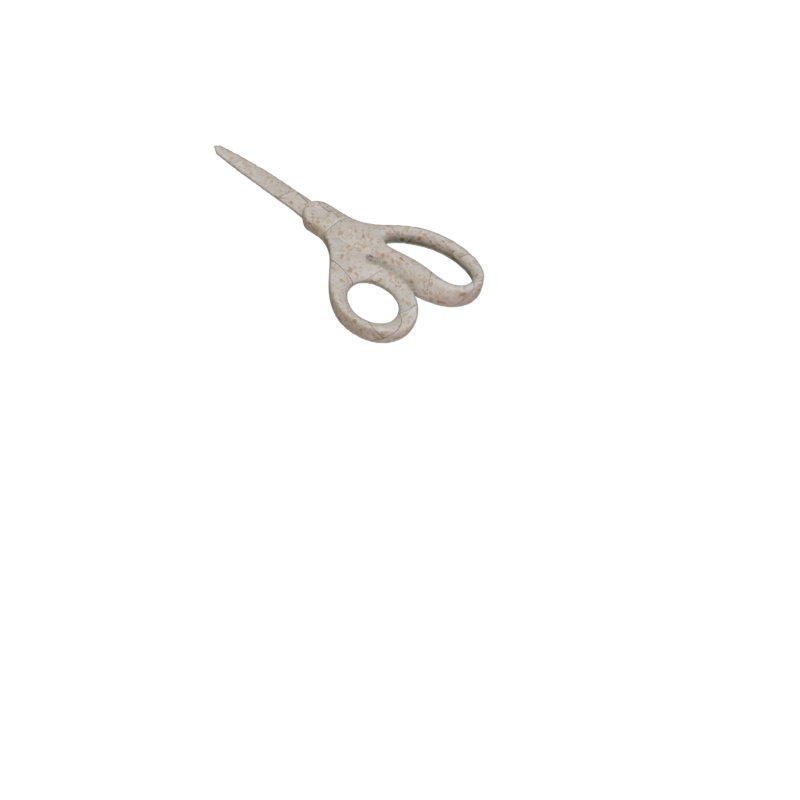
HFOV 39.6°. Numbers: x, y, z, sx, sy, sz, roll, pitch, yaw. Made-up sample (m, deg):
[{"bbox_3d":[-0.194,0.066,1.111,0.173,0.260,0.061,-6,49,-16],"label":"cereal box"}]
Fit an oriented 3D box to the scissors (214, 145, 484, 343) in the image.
[{"bbox_3d":[-0.051,-0.093,0.650,0.211,0.015,0.099,23,51,21],"label":"scissors"}]
